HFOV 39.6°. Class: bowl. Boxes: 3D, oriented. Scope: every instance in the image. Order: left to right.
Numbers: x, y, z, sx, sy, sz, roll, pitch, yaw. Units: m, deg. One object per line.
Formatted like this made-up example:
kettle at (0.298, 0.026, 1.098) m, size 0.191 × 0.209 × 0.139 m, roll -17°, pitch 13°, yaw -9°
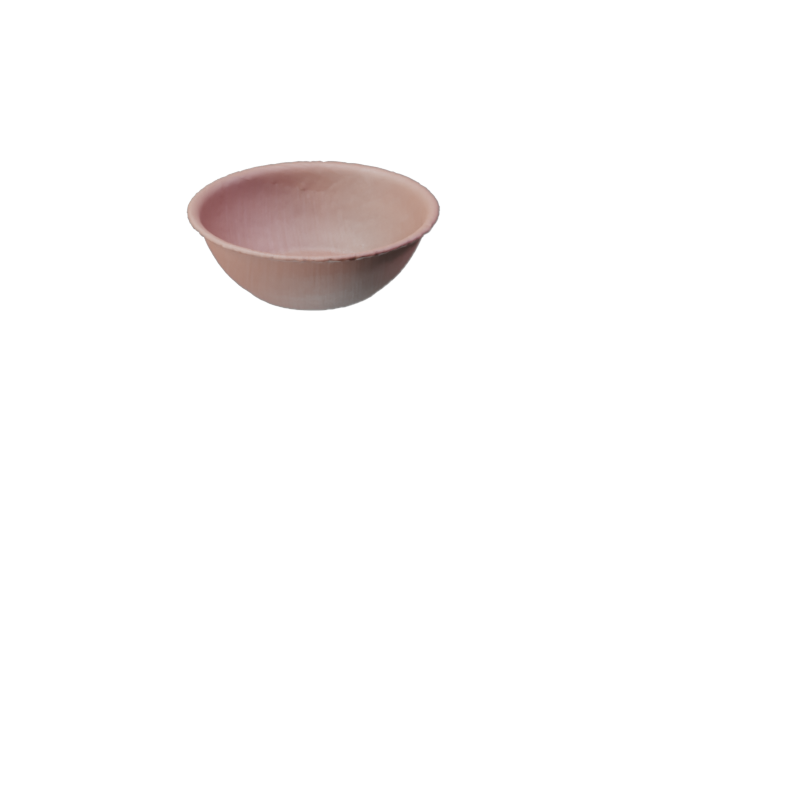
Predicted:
bowl at (-0.056, -0.103, 0.722) m, size 0.162 × 0.052 × 0.172 m, roll -1°, pitch 31°, yaw -2°
